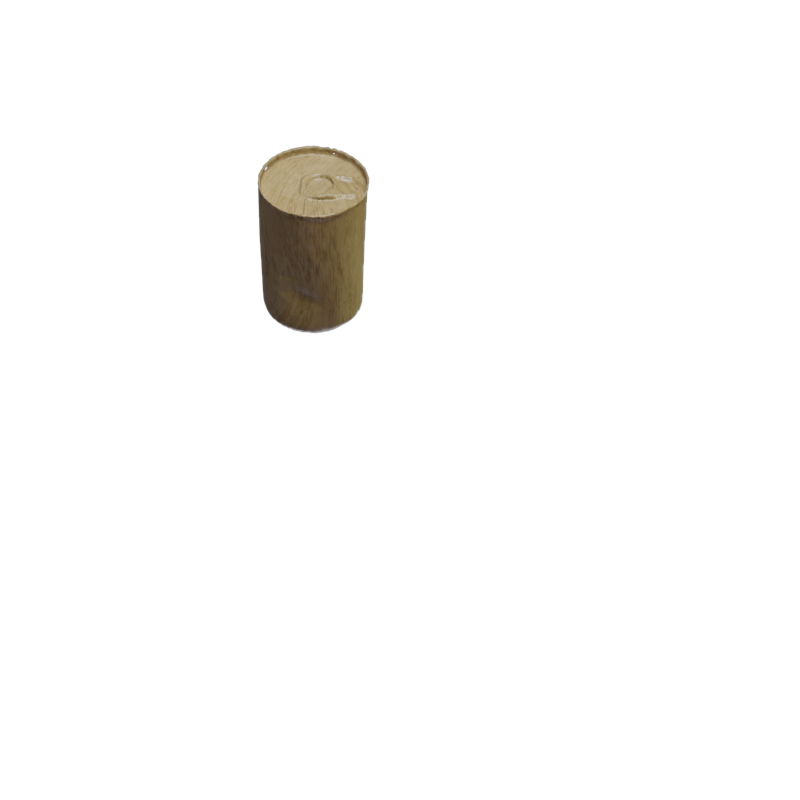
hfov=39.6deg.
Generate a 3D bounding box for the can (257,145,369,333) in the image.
[{"bbox_3d":[-0.055,-0.101,0.704,0.068,0.074,0.095,0,-44,-3],"label":"can"}]
